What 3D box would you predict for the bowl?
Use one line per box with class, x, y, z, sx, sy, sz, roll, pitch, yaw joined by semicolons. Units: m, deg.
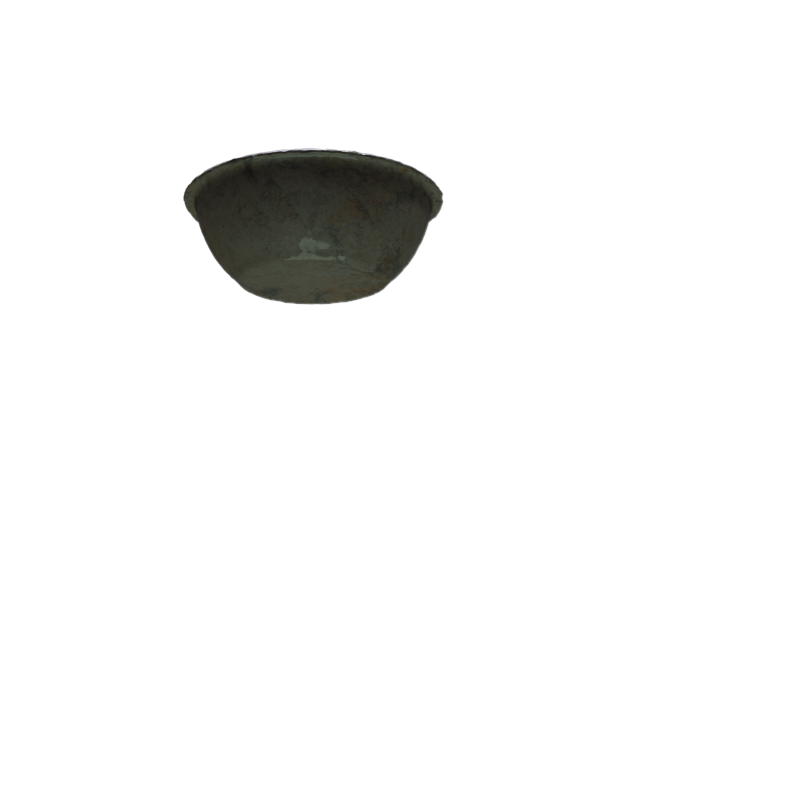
bowl;-0.054;-0.098;0.685;0.162;0.057;0.156;0;-13;-2
